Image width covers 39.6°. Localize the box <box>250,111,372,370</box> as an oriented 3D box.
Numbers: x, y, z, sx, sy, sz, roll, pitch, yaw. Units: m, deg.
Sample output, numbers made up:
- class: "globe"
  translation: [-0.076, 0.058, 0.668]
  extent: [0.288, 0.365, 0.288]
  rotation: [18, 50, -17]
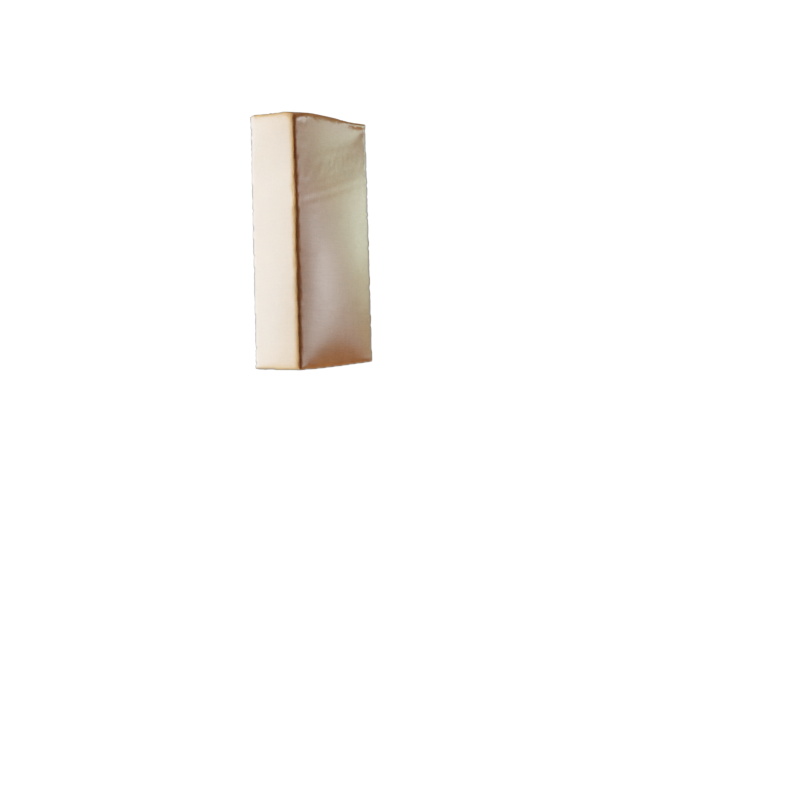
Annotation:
- class: "box"
  translation: [-0.062, -0.112, 0.788]
  extent: [0.050, 0.176, 0.090]
  rotation: [0, 1, 33]
